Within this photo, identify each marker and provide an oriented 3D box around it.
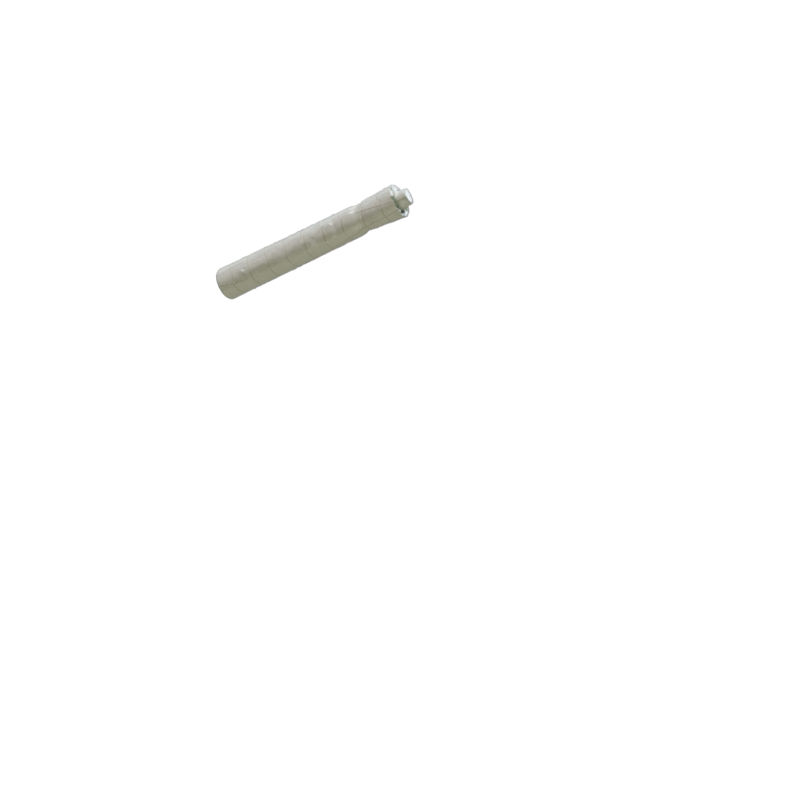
[{"bbox_3d":[-0.047,-0.085,0.596,0.121,0.020,0.019,-22,-6,25],"label":"marker"}]
